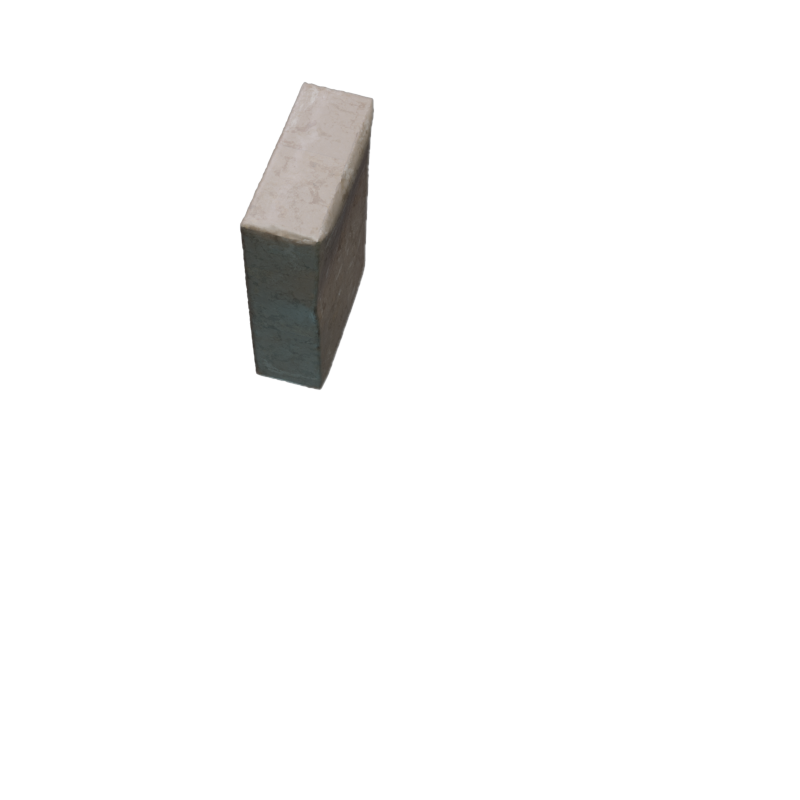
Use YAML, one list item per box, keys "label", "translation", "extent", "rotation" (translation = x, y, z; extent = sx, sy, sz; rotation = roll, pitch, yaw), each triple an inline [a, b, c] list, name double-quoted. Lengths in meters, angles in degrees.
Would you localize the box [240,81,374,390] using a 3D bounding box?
- label: "box"
  translation: [-0.074, -0.136, 0.950]
  extent: [0.073, 0.173, 0.200]
  rotation: [13, -34, 5]
